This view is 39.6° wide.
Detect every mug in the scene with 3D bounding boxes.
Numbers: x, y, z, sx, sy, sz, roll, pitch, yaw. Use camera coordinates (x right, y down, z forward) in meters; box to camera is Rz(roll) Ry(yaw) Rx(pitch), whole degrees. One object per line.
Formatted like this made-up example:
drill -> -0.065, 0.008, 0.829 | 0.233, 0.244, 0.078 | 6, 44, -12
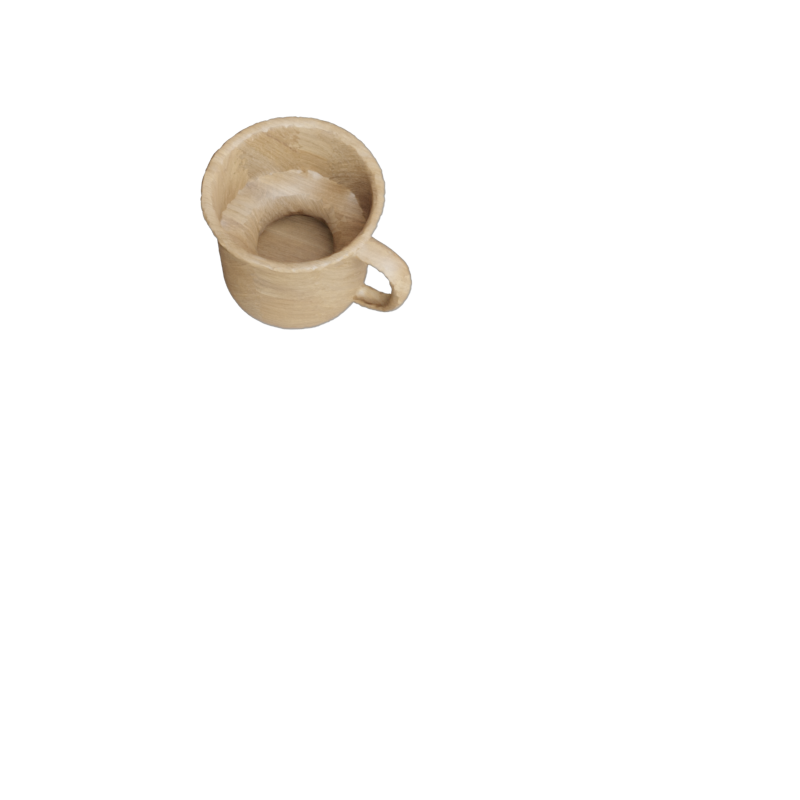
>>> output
mug -> -0.046, -0.084, 0.586 | 0.121, 0.096, 0.077 | 28, -24, 13
